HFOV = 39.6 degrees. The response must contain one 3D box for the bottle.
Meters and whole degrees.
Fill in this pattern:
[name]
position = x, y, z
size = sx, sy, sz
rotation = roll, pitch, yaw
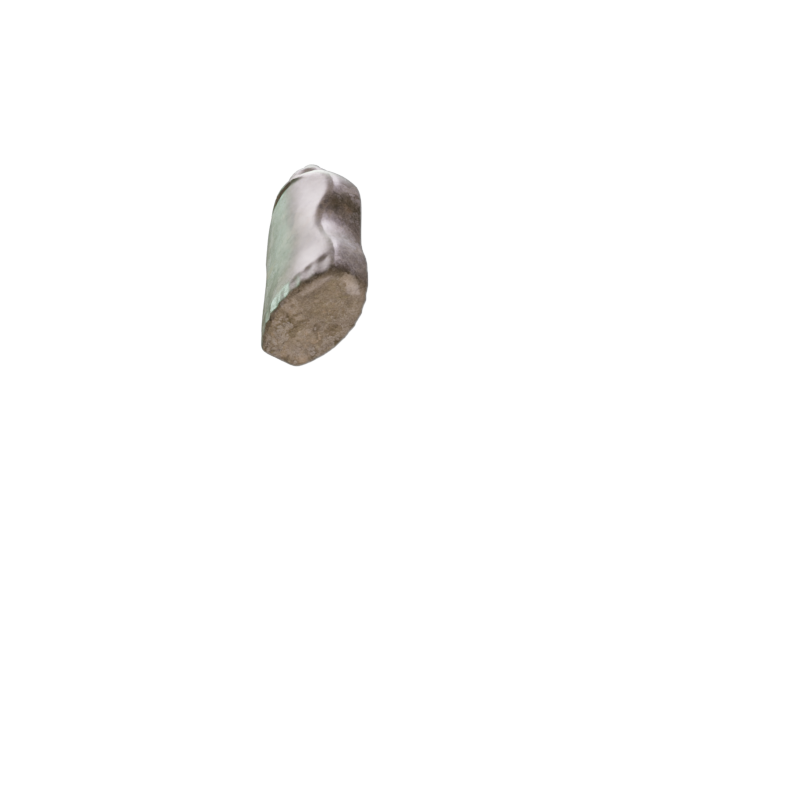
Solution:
[bottle]
position = -0.067, -0.122, 0.854
size = 0.056, 0.206, 0.093
rotation = 25, -55, -24
